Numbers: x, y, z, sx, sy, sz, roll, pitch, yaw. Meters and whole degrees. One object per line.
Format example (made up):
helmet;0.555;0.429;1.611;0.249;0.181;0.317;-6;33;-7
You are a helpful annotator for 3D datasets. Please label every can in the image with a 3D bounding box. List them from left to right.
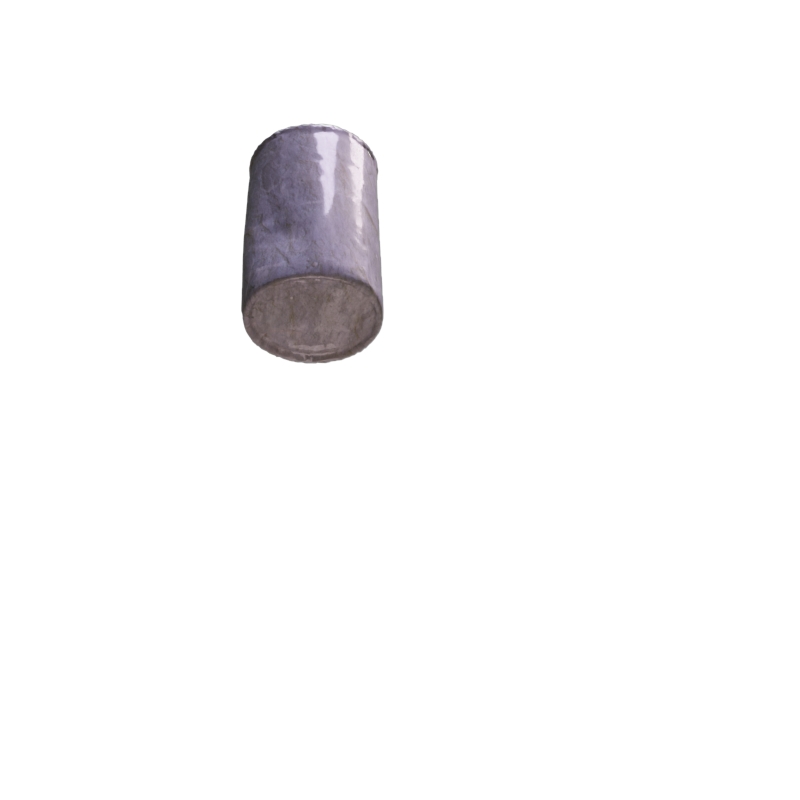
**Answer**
can;-0.043;-0.078;0.547;0.068;0.110;0.064;-1;-39;-3
